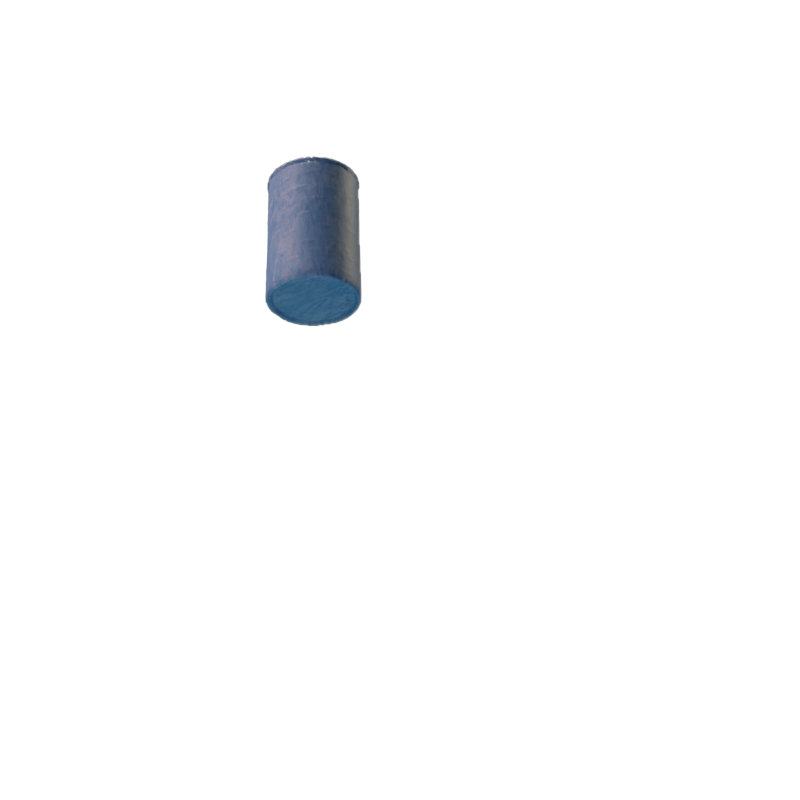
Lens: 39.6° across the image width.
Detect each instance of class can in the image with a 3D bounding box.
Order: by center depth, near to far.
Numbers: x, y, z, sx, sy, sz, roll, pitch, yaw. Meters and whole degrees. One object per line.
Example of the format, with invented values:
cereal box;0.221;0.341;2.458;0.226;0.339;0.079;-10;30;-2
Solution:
can;-0.062;-0.113;0.788;0.068;0.109;0.064;-1;-32;-2
